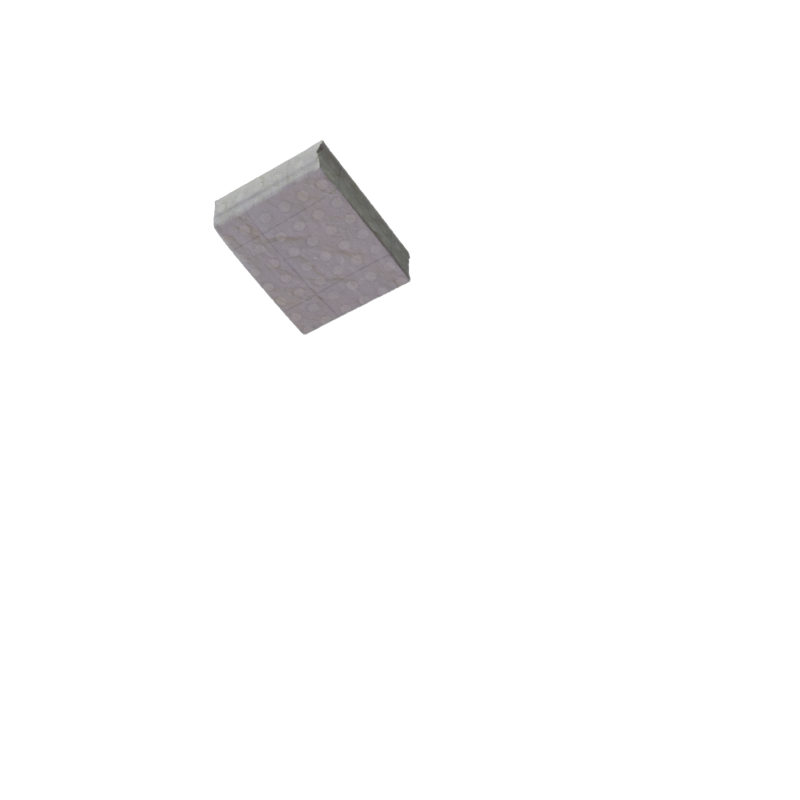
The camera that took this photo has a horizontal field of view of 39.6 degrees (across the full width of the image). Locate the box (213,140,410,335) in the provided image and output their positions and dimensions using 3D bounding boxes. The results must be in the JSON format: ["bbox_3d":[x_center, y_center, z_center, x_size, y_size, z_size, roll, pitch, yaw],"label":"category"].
[{"bbox_3d":[-0.059,-0.107,0.749,0.090,0.106,0.042,-27,35,20],"label":"box"}]
